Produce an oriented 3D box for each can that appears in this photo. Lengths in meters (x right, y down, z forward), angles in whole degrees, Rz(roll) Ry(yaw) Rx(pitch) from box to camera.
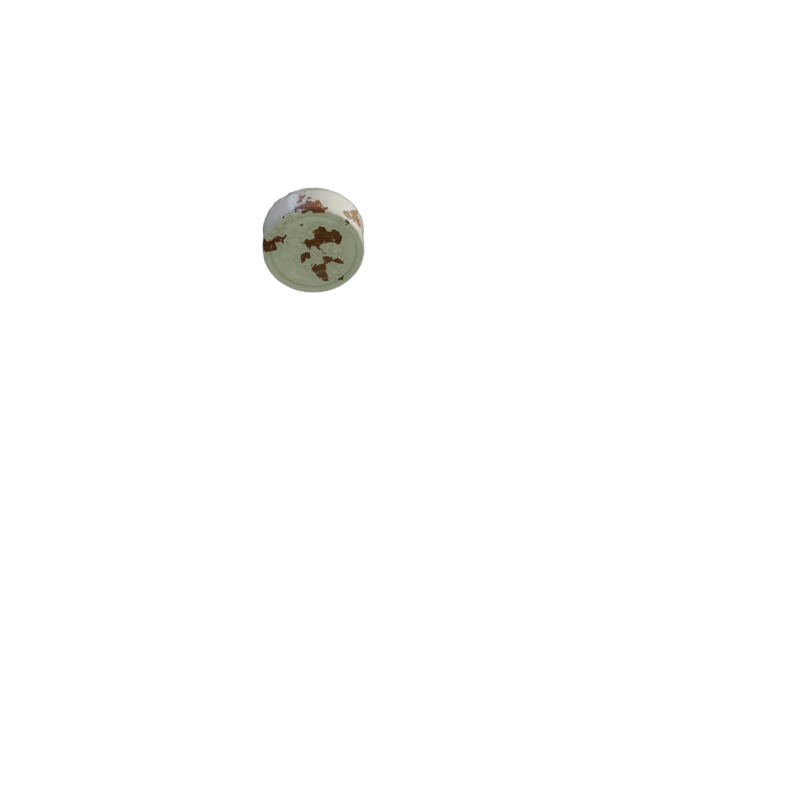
[{"bbox_3d":[-0.072,-0.132,0.924,0.086,0.080,0.036,1,37,-1],"label":"can"}]
